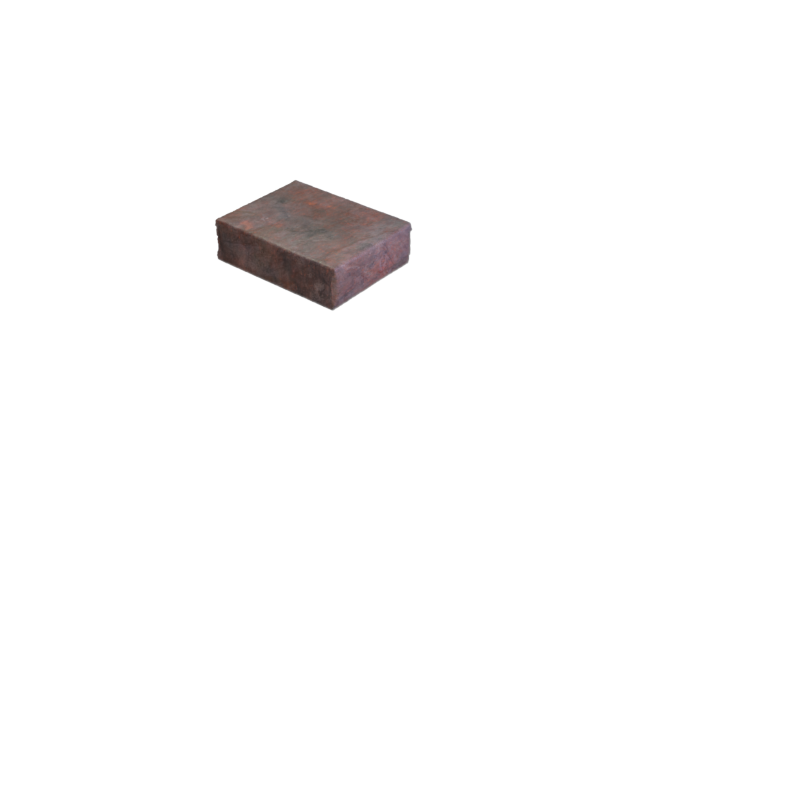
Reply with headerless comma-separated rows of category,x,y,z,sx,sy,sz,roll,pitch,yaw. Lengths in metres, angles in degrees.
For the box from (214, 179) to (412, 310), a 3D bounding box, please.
box,-0.062,-0.114,0.797,0.120,0.037,0.090,23,38,31
